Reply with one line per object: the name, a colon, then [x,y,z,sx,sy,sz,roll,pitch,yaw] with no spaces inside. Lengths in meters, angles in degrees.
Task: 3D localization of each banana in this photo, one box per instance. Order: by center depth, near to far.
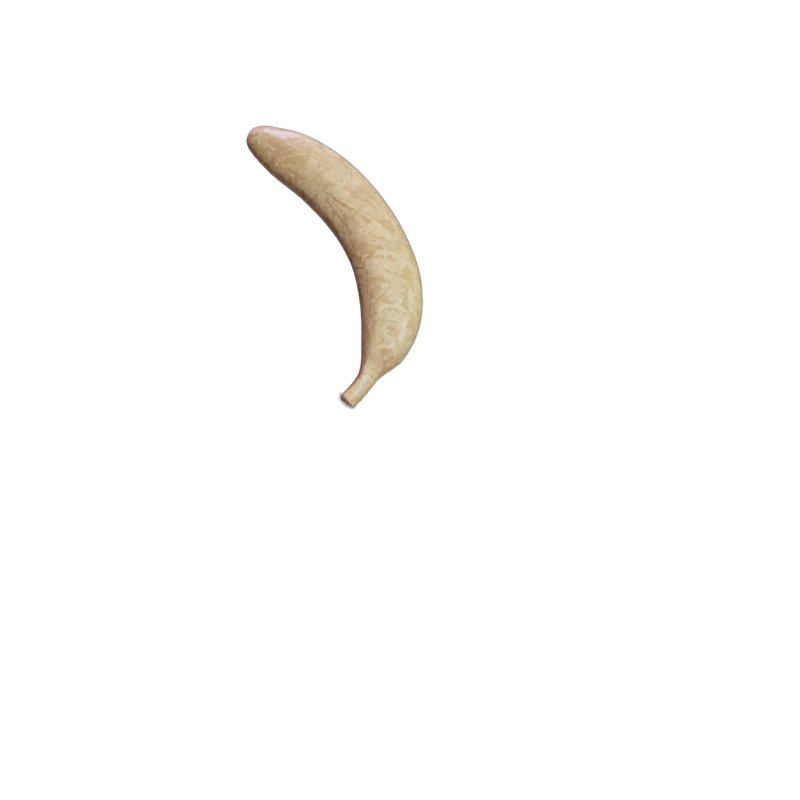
banana: [-0.033,-0.096,0.657,0.069,0.212,0.034,-16,-29,-10]
